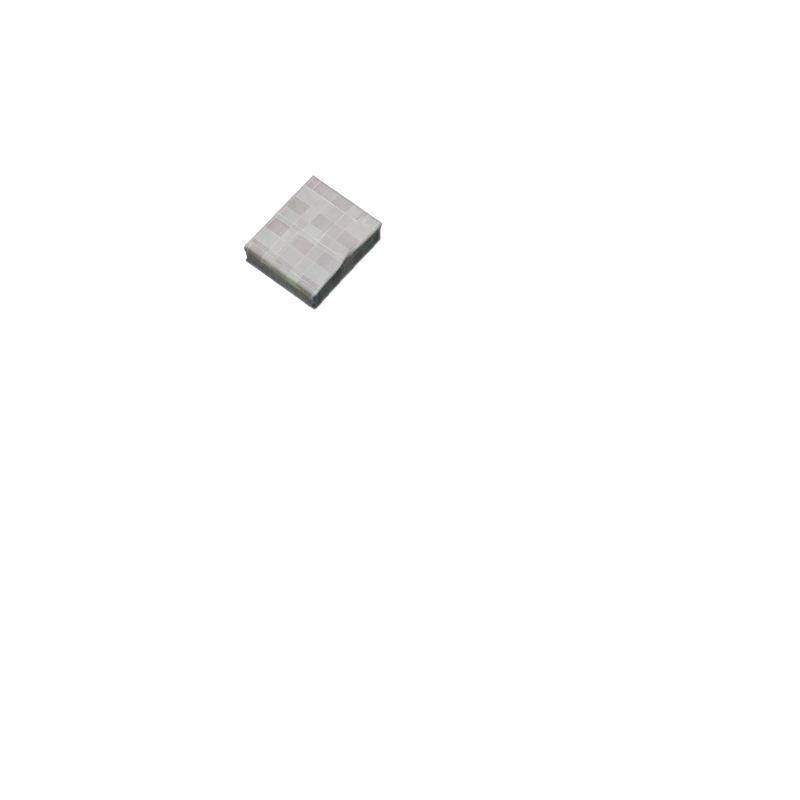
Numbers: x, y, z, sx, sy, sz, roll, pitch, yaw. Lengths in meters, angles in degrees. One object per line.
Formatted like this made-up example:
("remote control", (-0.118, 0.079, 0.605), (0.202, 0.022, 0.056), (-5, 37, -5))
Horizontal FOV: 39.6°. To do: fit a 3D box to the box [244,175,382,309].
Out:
("box", (-0.070, -0.127, 0.891), (0.076, 0.091, 0.028), (35, -23, 17))
